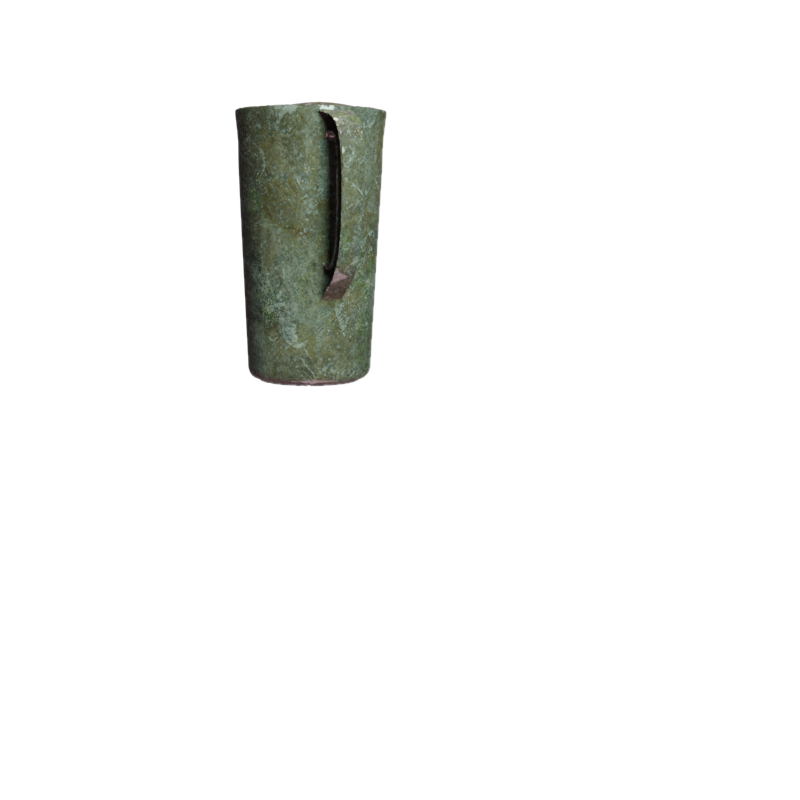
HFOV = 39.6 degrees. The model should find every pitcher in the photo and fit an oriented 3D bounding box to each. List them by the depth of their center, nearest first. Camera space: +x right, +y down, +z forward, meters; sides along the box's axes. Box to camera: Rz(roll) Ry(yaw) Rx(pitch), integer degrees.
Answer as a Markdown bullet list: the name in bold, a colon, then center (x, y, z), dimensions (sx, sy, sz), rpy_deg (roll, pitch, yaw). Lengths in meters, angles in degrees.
- **pitcher**: center (-0.076, -0.138, 0.965), dimensions (0.149, 0.242, 0.146), rpy_deg (1, 4, 22)
